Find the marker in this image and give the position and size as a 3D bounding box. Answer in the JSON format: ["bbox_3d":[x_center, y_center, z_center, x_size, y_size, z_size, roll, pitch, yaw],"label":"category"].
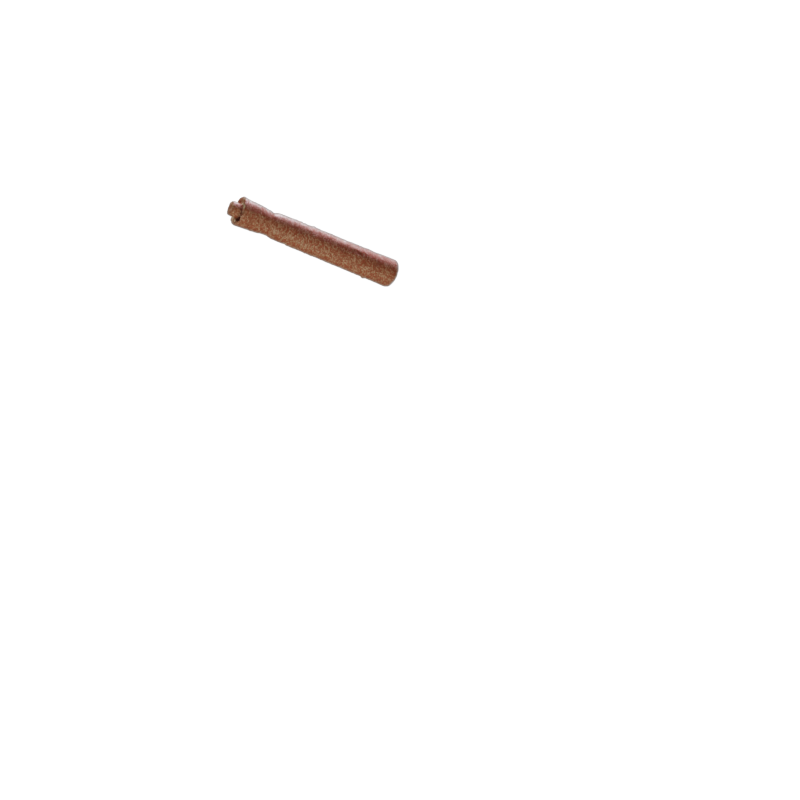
[{"bbox_3d":[-0.055,-0.100,0.702,0.115,0.020,0.020,20,-6,-26],"label":"marker"}]
